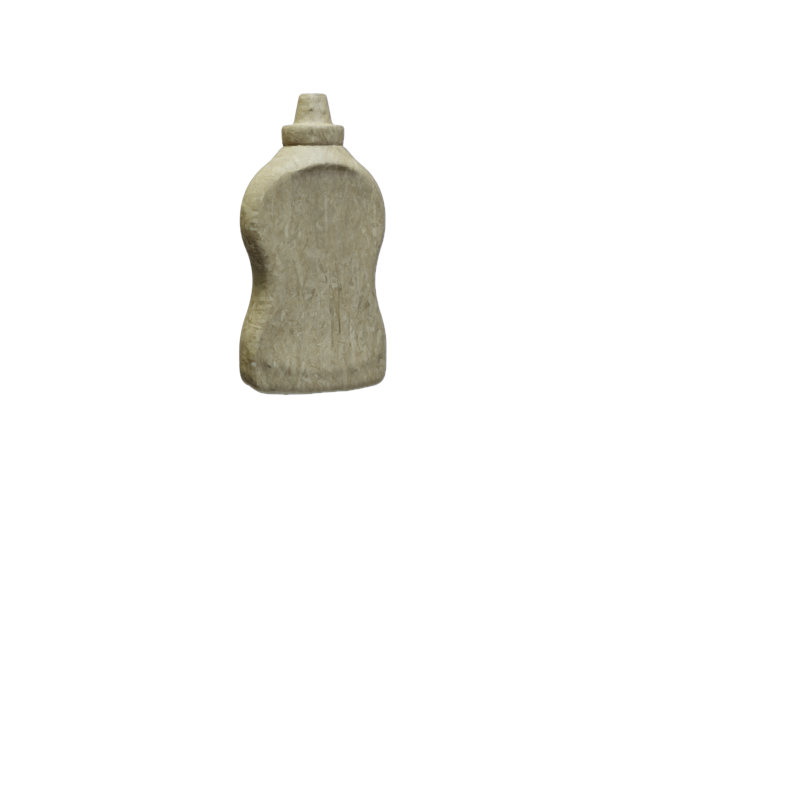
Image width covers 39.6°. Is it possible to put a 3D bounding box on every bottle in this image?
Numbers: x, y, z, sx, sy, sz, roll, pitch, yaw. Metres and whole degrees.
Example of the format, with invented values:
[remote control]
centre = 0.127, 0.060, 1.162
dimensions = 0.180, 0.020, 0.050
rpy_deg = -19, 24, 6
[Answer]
[bottle]
centre = -0.057, -0.103, 0.724
dimensions = 0.094, 0.189, 0.060
rpy_deg = -2, 6, -21
